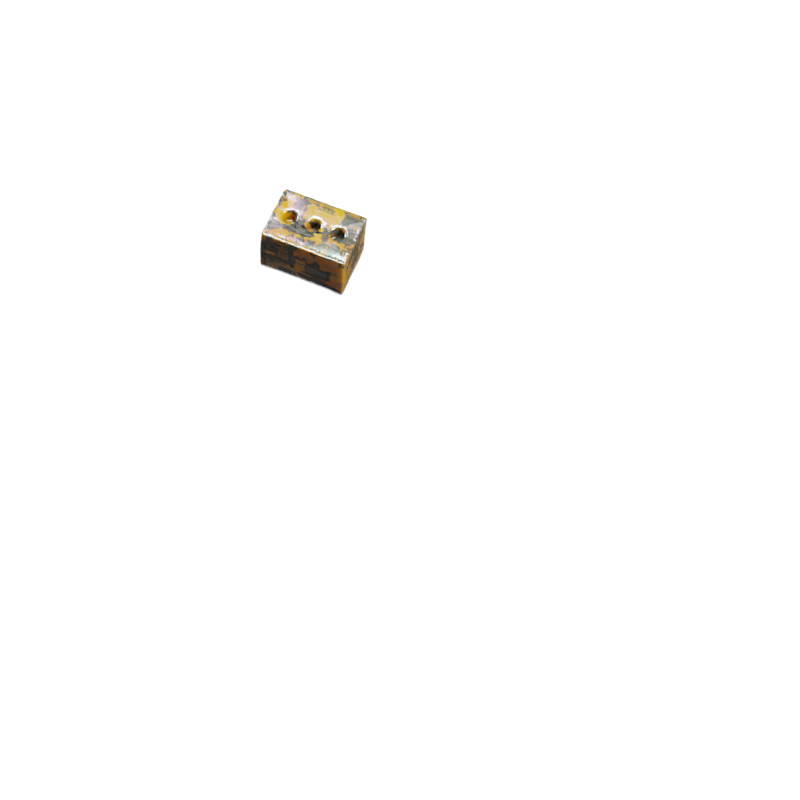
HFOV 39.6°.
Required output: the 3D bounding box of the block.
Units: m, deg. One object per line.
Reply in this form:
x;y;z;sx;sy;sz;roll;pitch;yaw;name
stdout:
-0.074;-0.135;0.943;0.080;0.055;0.048;20;-28;10;block
